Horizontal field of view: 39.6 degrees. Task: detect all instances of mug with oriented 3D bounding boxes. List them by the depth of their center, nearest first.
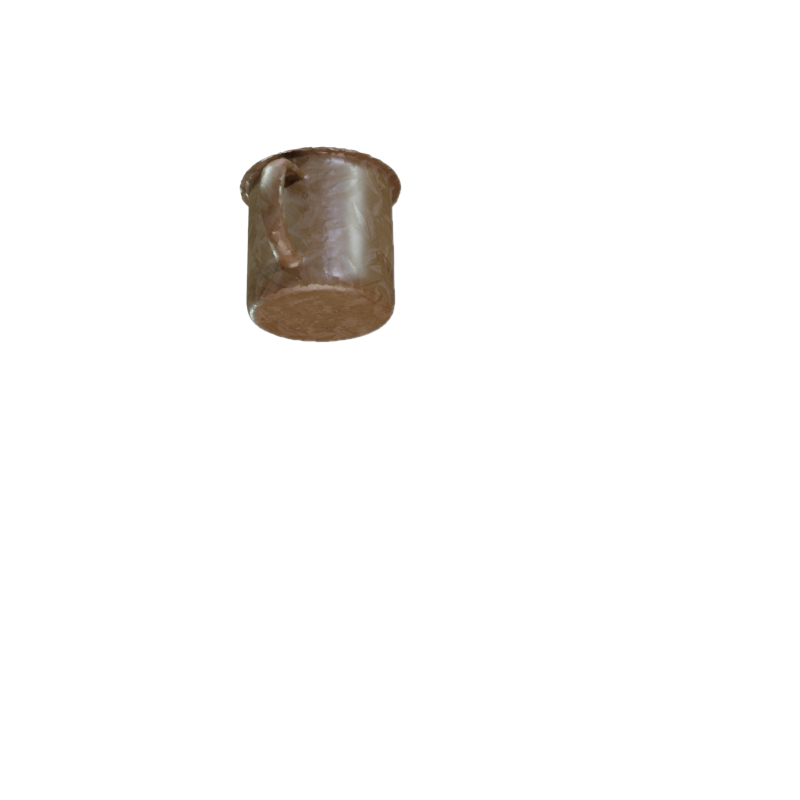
[{"bbox_3d":[-0.048,-0.087,0.611,0.095,0.086,0.109,-8,-23,15],"label":"mug"}]
